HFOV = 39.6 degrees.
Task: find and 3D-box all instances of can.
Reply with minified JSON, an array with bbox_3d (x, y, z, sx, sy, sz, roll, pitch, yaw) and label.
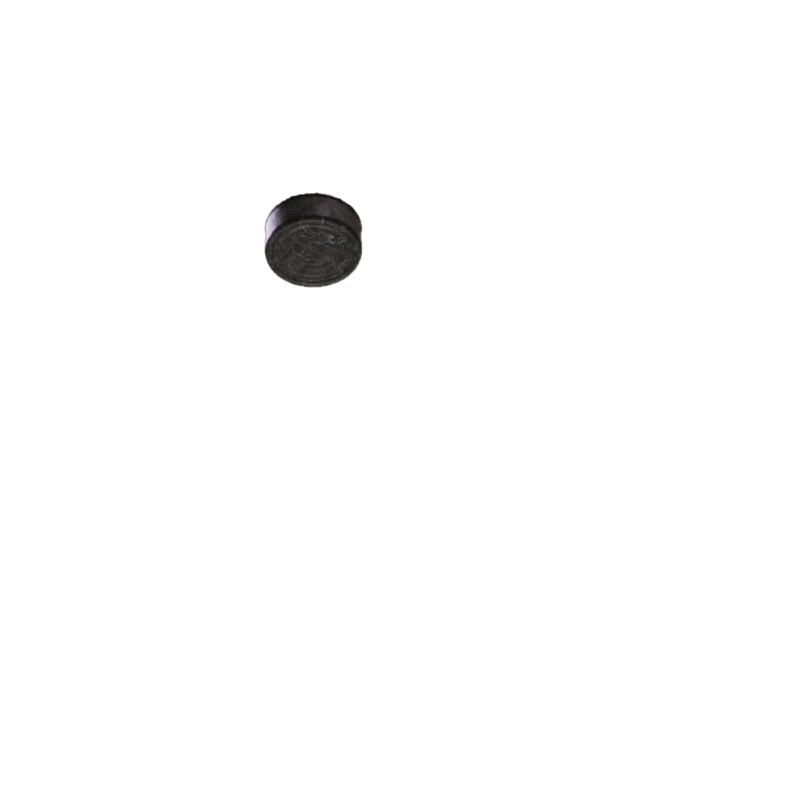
[{"bbox_3d":[-0.075,-0.138,0.963,0.086,0.036,0.080,1,-42,-1],"label":"can"}]
